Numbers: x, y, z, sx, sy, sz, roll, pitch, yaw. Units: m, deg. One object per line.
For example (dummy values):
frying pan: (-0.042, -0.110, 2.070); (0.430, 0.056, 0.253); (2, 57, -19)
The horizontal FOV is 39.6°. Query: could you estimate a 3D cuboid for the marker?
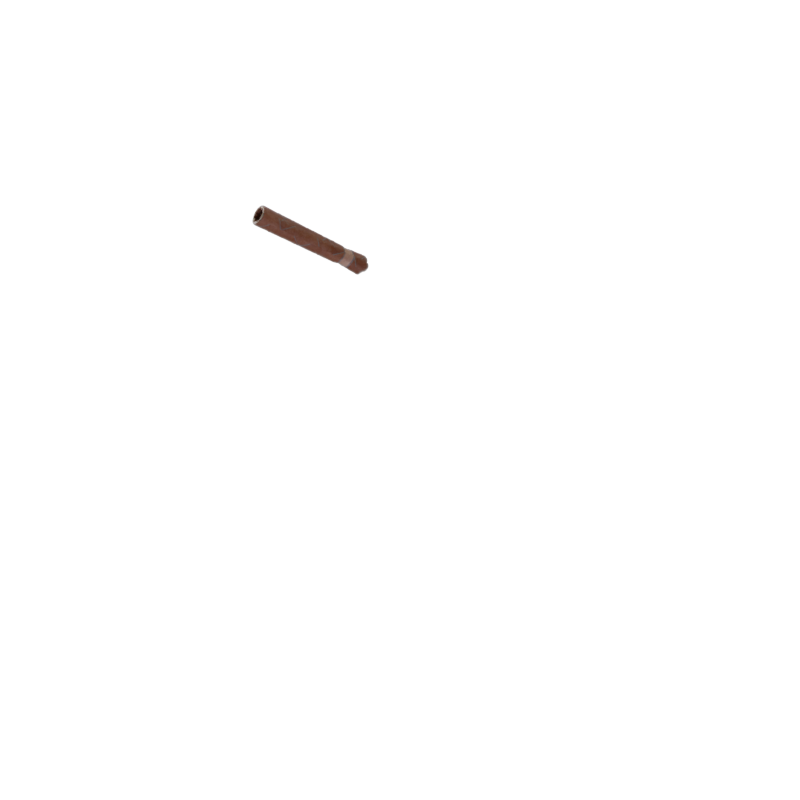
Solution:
marker: (-0.078, -0.142, 0.998); (0.115, 0.020, 0.020); (23, -9, -28)
